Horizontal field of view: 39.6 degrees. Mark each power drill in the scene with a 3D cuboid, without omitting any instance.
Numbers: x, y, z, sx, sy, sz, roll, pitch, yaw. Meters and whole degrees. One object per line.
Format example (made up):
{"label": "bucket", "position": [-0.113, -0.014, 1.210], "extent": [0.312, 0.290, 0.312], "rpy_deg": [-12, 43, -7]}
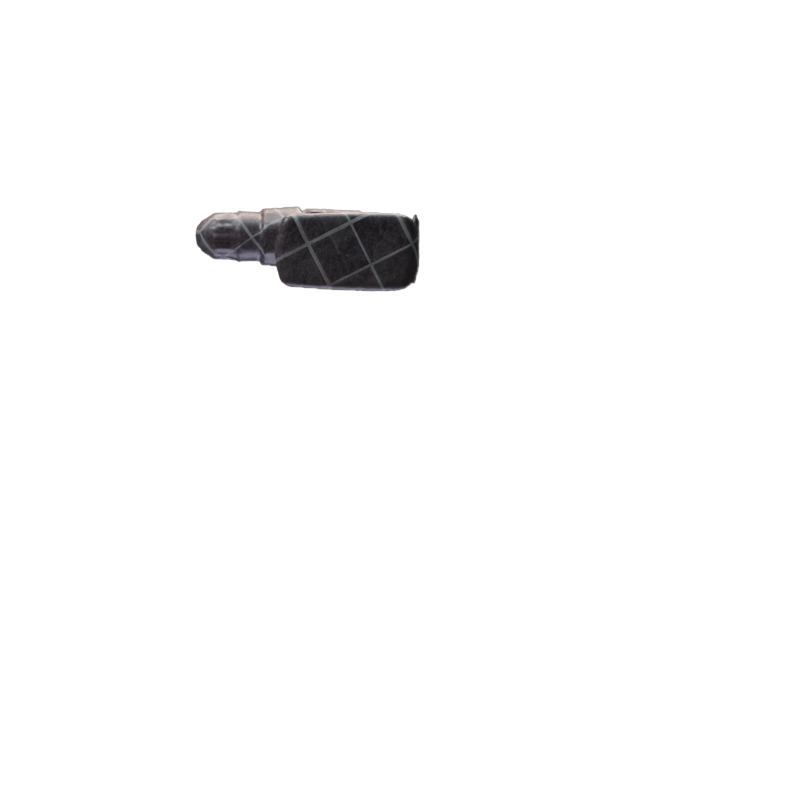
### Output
{"label": "power drill", "position": [-0.069, -0.125, 0.876], "extent": [0.183, 0.056, 0.194], "rpy_deg": [-2, 13, -8]}
